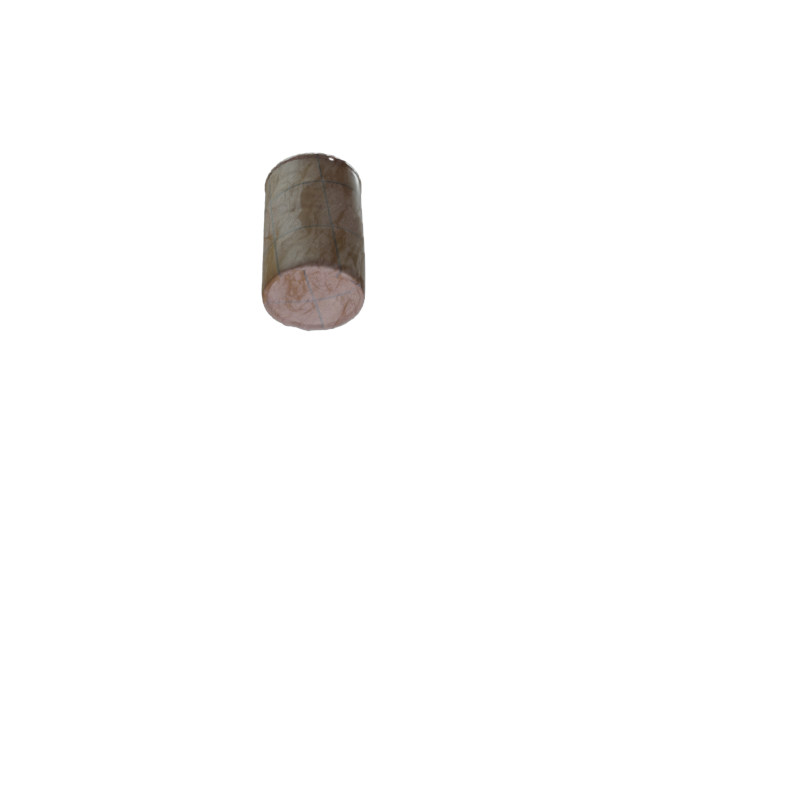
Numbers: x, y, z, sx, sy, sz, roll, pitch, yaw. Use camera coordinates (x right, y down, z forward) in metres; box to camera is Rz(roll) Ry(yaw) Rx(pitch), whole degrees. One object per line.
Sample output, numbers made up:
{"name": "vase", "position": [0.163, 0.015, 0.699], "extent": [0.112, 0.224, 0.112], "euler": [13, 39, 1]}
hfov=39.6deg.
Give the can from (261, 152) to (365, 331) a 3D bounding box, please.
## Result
{"name": "can", "position": [-0.058, -0.105, 0.738], "extent": [0.068, 0.110, 0.064], "euler": [-1, -38, -3]}
